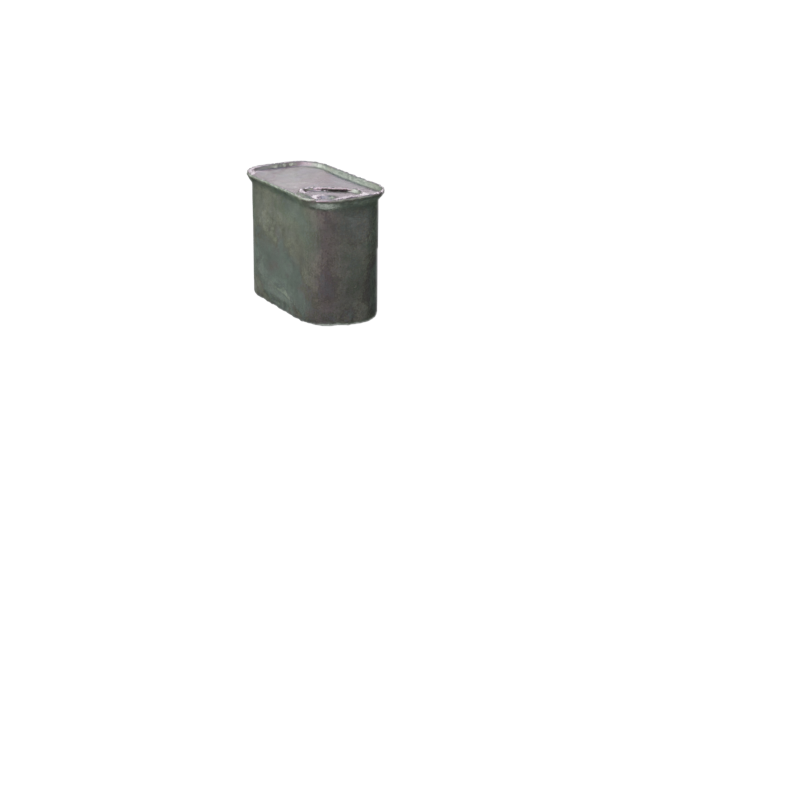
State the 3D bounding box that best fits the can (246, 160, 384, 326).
[{"bbox_3d":[-0.056,-0.101,0.711,0.056,0.080,0.109,-11,25,-31],"label":"can"}]
